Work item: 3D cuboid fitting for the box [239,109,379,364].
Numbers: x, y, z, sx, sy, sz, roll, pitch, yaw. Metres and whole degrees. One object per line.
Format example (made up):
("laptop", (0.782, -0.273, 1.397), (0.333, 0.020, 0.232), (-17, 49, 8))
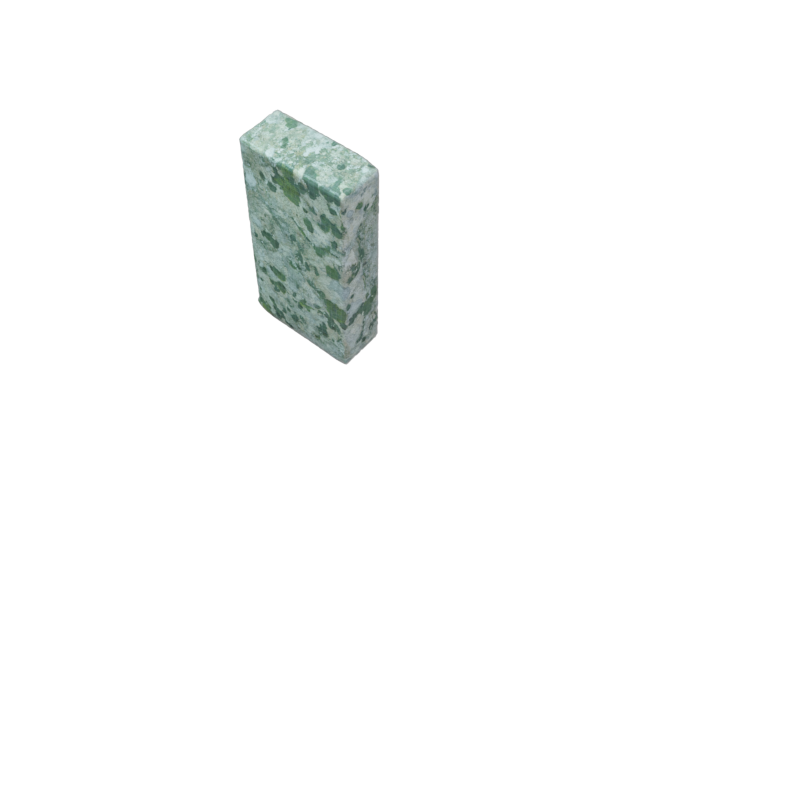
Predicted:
("box", (-0.061, -0.112, 0.782), (0.099, 0.164, 0.049), (35, 57, 23))
